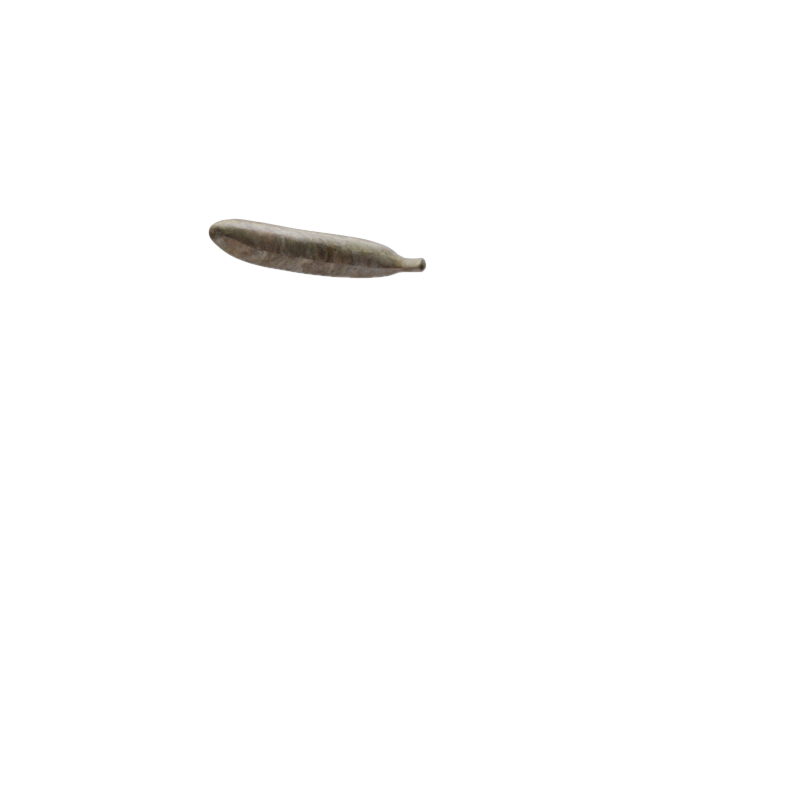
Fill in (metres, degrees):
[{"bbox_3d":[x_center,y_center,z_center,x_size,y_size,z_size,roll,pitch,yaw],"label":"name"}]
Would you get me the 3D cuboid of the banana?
[{"bbox_3d":[-0.079,-0.131,0.950,0.191,0.038,0.070,4,-11,-25],"label":"banana"}]
